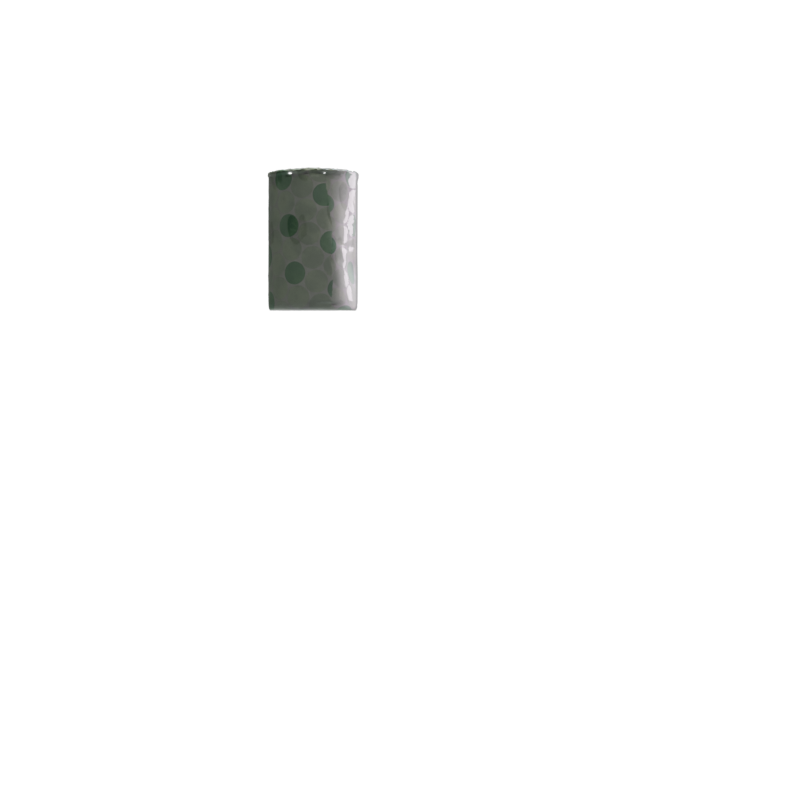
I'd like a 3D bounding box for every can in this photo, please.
[{"bbox_3d":[-0.064,-0.117,0.822,0.068,0.103,0.068,0,-1,-2],"label":"can"}]
